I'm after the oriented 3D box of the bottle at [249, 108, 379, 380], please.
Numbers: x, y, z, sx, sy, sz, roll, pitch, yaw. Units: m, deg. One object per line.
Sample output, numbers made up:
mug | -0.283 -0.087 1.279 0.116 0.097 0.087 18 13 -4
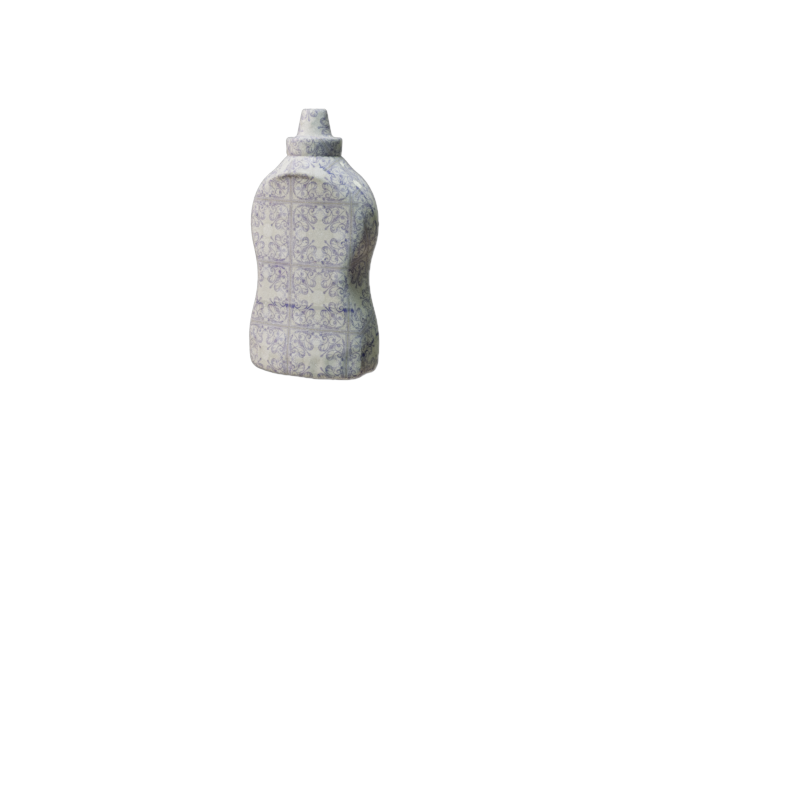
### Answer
bottle | -0.063 -0.115 0.806 0.100 0.189 0.057 5 8 29
